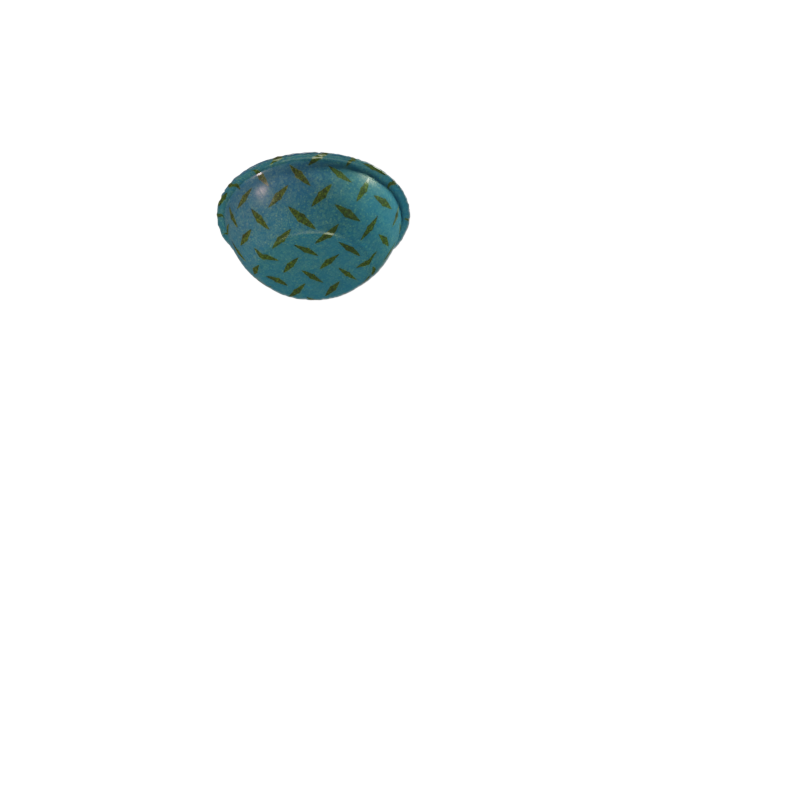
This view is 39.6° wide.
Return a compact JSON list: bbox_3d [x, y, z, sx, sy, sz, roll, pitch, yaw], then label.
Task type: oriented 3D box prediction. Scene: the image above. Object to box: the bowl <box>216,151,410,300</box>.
[{"bbox_3d":[-0.071,-0.130,0.911,0.162,0.059,0.151,1,-34,-2],"label":"bowl"}]
